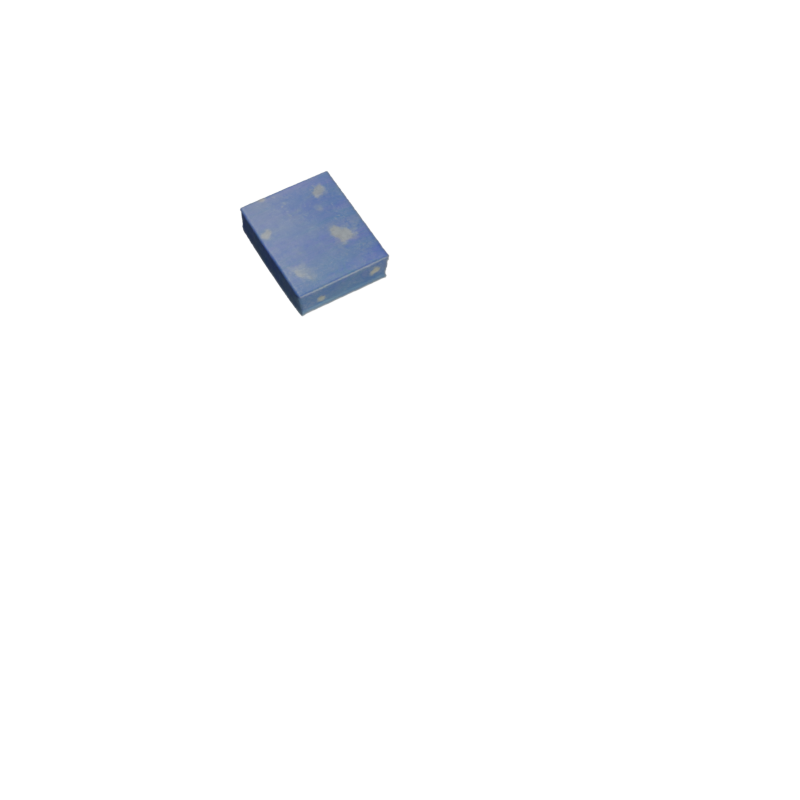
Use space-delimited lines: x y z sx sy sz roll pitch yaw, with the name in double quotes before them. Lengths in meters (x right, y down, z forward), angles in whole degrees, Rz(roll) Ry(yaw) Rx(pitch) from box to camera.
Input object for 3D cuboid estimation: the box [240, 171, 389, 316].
"box" -0.077 -0.139 0.977 0.090 0.121 0.036 -26 -28 -16
